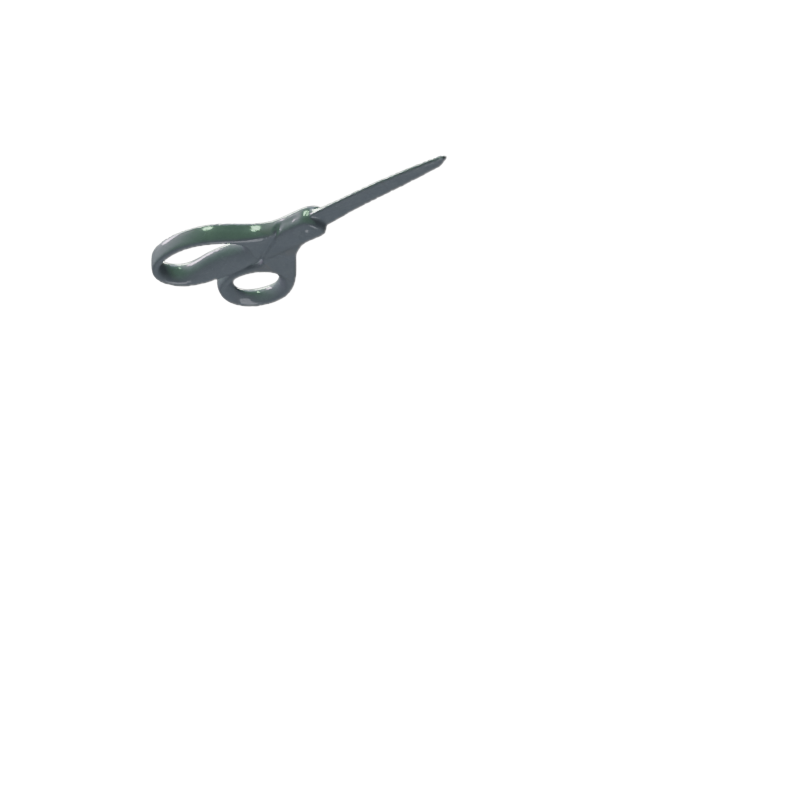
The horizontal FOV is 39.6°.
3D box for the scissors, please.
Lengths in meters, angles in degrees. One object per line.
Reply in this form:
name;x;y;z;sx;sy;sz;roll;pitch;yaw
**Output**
scissors;-0.050;-0.092;0.644;0.205;0.017;0.089;-11;-25;24
